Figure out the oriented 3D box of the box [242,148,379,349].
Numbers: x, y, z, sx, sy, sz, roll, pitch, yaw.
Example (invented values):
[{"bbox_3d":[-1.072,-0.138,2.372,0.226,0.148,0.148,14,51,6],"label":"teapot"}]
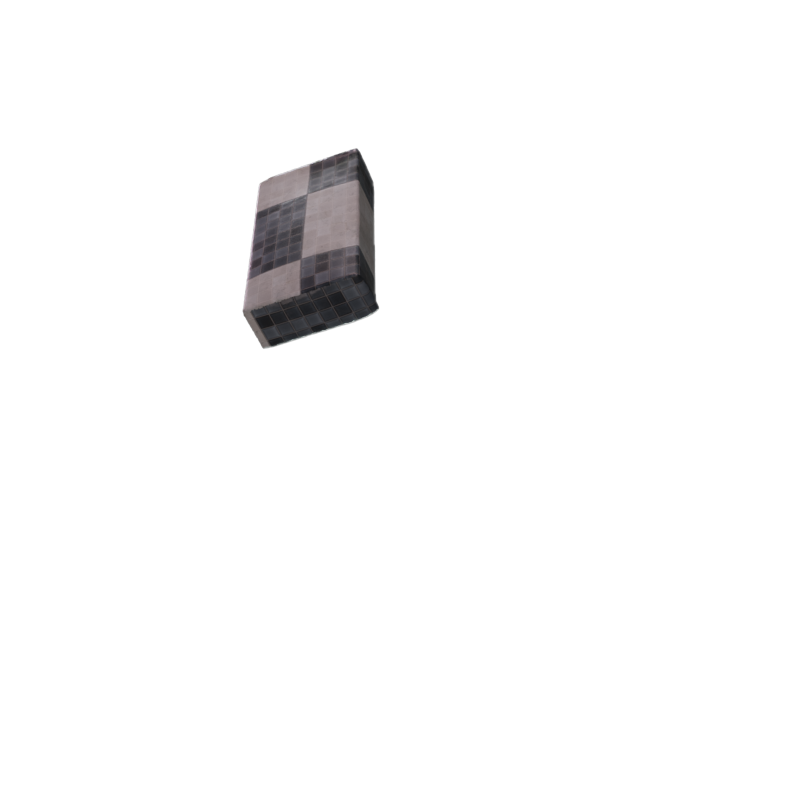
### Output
[{"bbox_3d":[-0.067,-0.123,0.858,0.094,0.044,0.189,-18,41,12],"label":"box"}]
